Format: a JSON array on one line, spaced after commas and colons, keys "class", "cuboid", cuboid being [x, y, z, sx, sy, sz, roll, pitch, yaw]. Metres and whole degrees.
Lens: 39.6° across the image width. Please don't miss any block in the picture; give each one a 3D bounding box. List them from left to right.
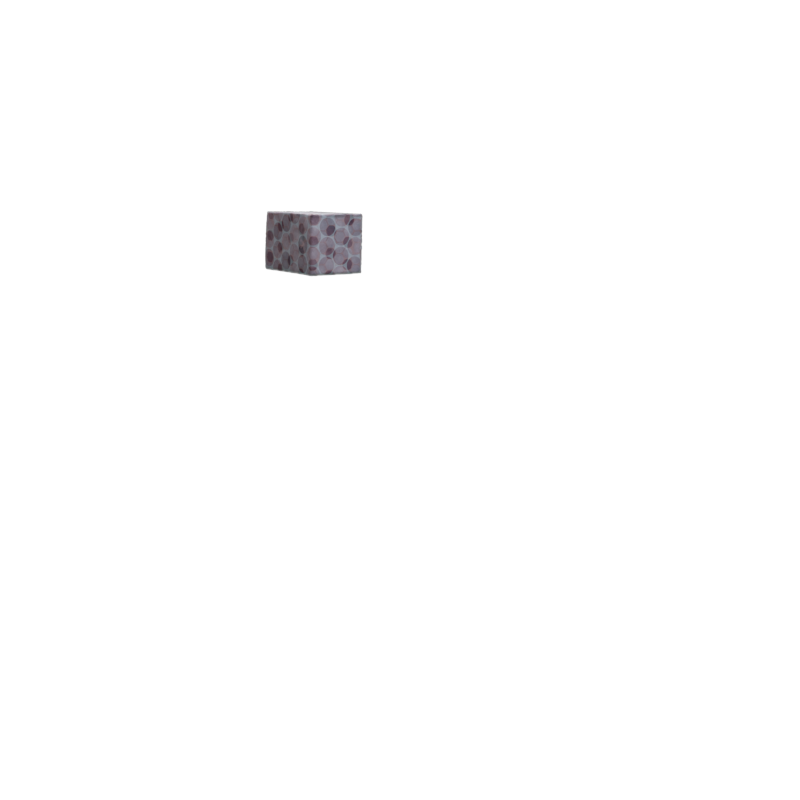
[{"class": "block", "cuboid": [-0.074, -0.135, 0.946, 0.051, 0.051, 0.082, -5, 10, -34]}]
